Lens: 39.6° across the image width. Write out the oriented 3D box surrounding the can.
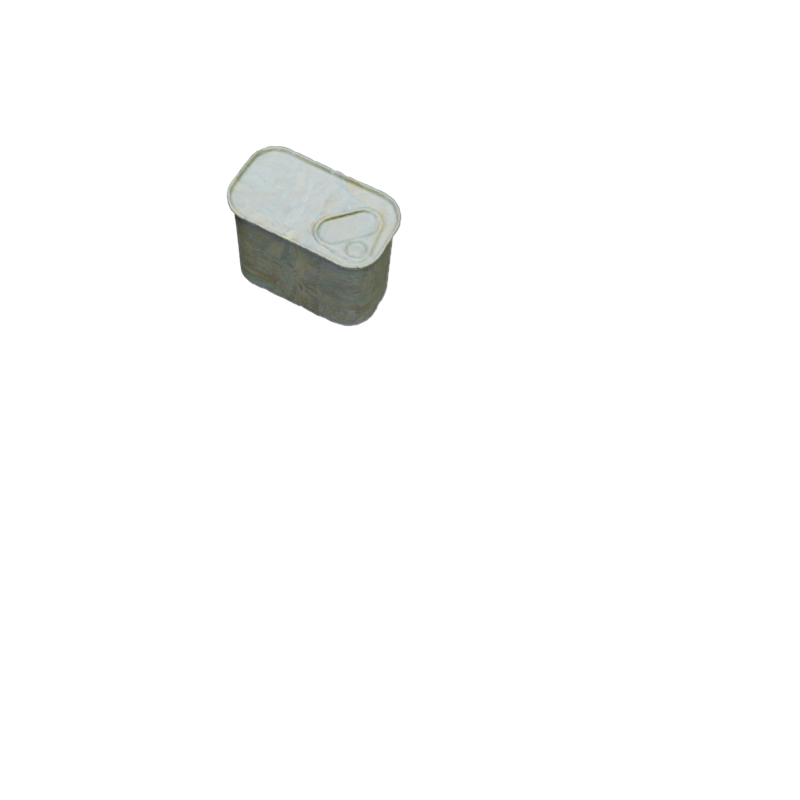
[{"bbox_3d":[-0.054,-0.098,0.687,0.105,0.059,0.079,27,-25,12],"label":"can"}]
